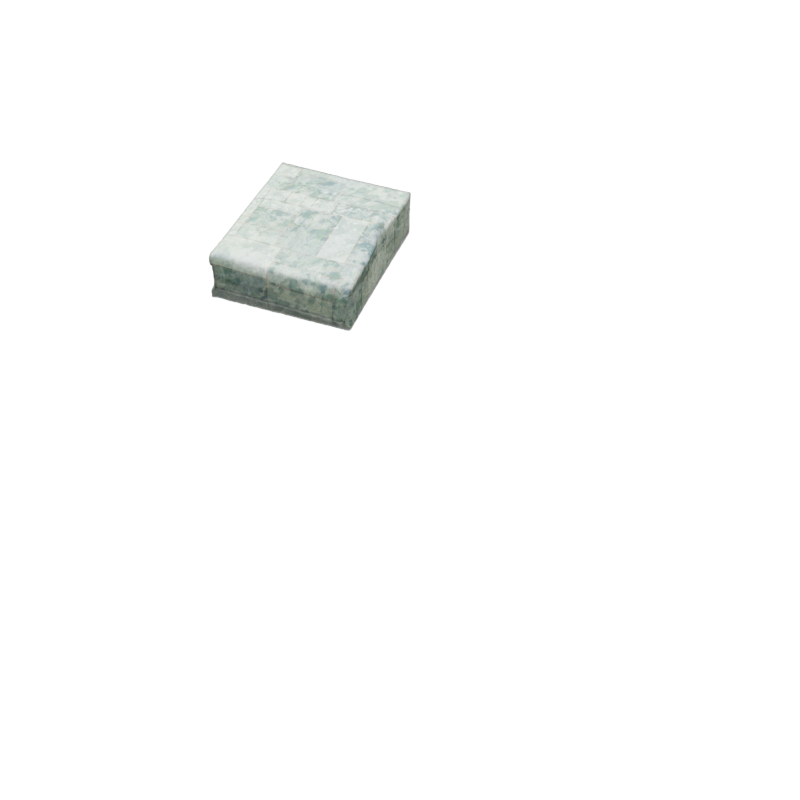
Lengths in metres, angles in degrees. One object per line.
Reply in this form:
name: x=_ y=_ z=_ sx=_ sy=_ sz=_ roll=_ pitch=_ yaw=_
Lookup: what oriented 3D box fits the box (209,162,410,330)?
box: x=-0.043 y=-0.078 z=0.550 sx=0.075 sy=0.028 sz=0.093 roll=14 pitch=43 yaw=15
